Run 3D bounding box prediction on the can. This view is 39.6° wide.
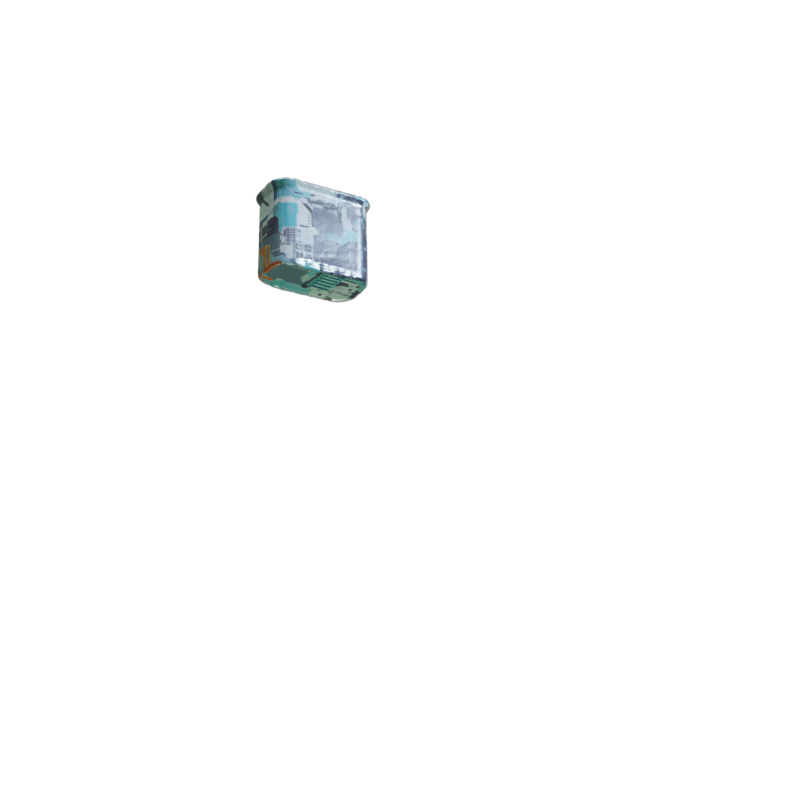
[{"bbox_3d":[-0.077,-0.141,0.987,0.098,0.089,0.057,12,-28,-27],"label":"can"}]
